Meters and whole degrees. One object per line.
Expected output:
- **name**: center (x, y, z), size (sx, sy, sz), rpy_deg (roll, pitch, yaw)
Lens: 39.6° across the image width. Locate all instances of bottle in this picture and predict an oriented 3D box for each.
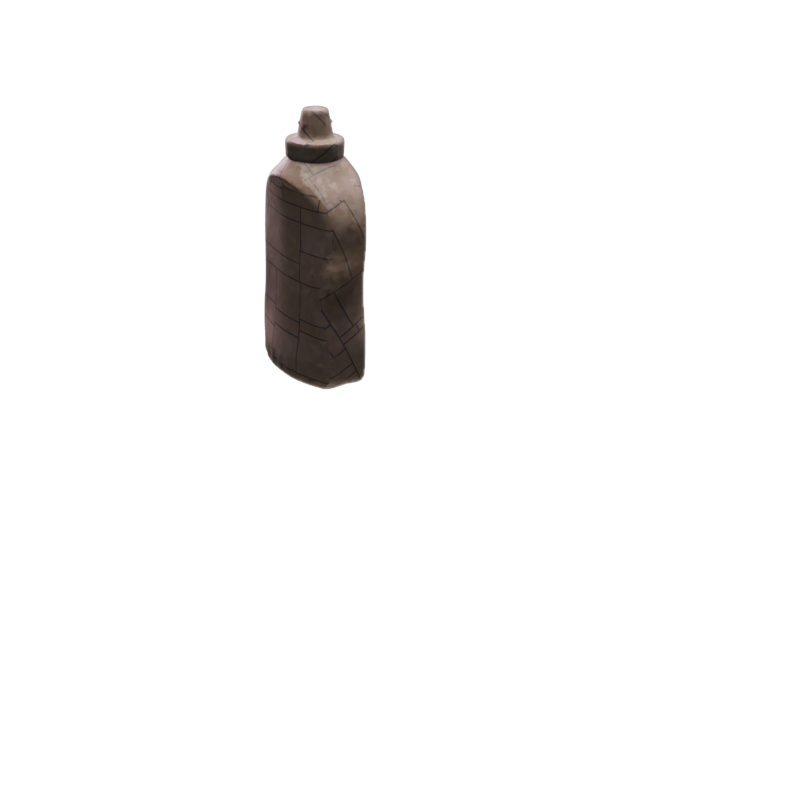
- **bottle**: center (-0.061, -0.112, 0.783), size (0.057, 0.183, 0.103), rpy_deg (-10, 24, -29)
